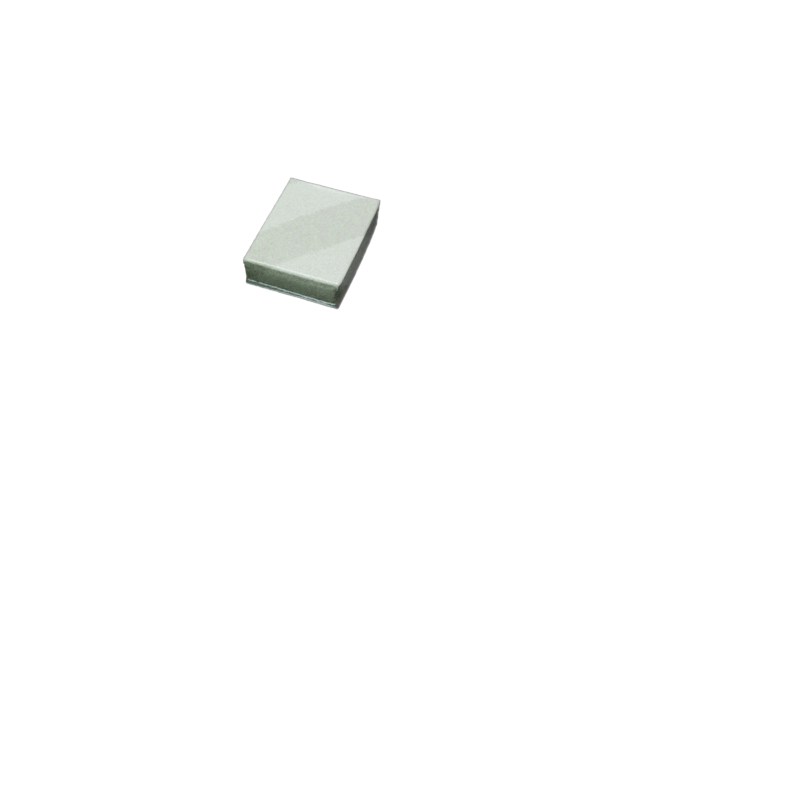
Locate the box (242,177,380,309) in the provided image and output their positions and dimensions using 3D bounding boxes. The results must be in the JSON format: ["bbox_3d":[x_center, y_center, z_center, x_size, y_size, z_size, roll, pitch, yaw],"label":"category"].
[{"bbox_3d":[-0.077,-0.141,0.991,0.092,0.119,0.036,15,-39,12],"label":"box"}]
